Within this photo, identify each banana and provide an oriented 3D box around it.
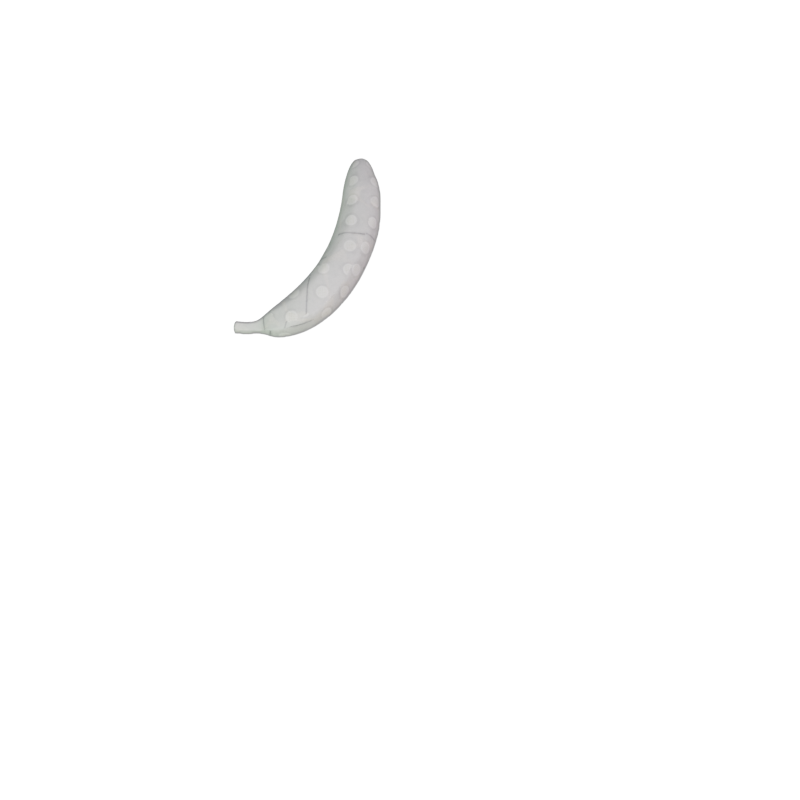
[{"bbox_3d":[-0.062,-0.124,0.954,0.072,0.202,0.035,30,-21,11],"label":"banana"}]
